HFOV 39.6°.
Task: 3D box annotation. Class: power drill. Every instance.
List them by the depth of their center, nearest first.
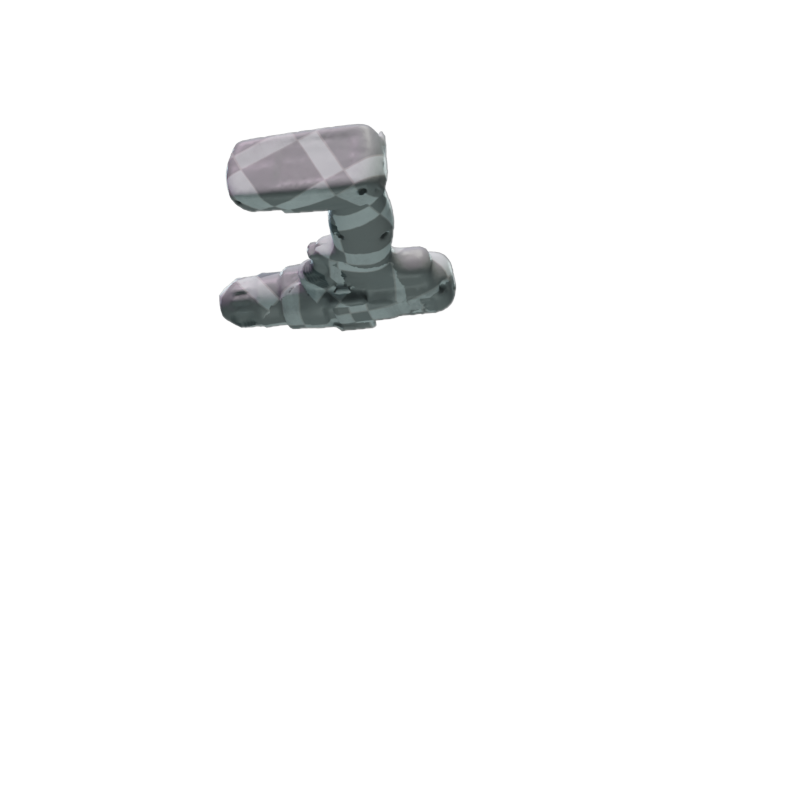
[{"bbox_3d":[-0.062,-0.114,0.798,0.186,0.061,0.174,-6,-29,11],"label":"power drill"}]
